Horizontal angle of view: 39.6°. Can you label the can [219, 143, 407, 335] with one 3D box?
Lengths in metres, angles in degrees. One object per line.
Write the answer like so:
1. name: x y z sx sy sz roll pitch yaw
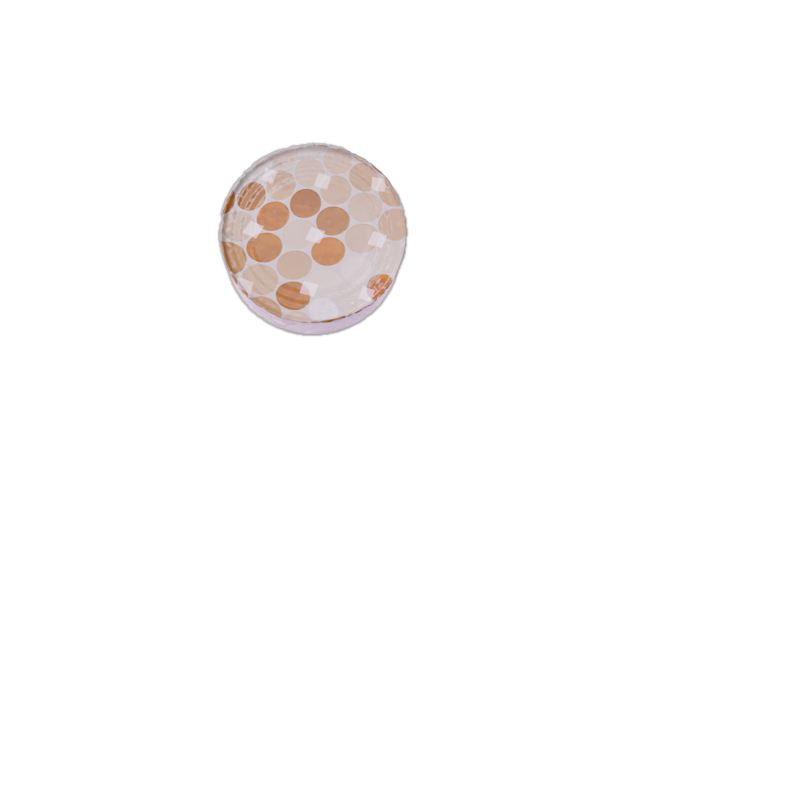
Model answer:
1. can: -0.041 -0.074 0.521 0.086 0.089 0.032 0 -16 -1
